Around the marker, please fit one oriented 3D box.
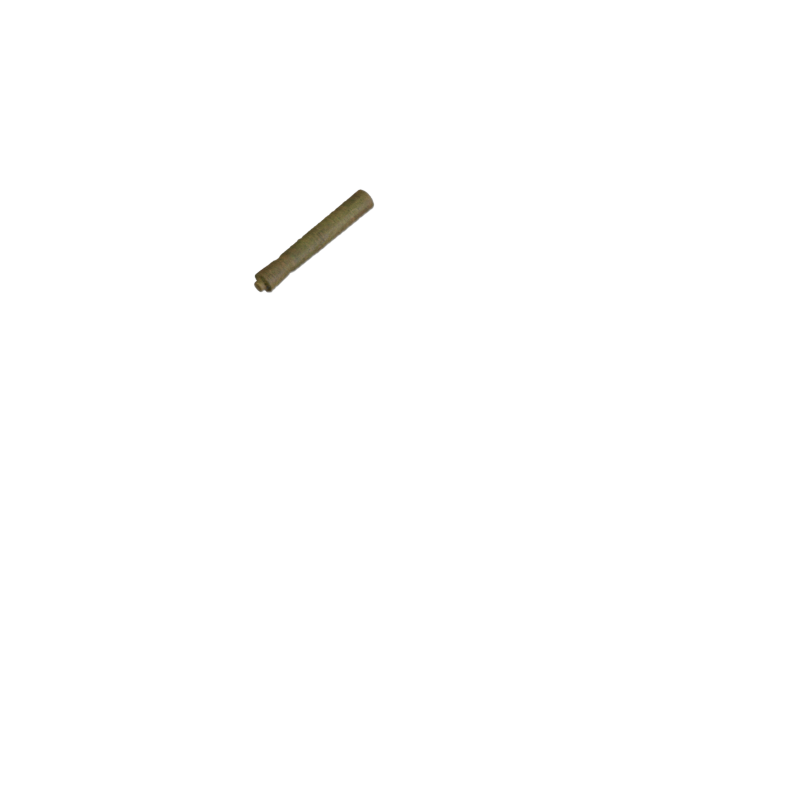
[{"bbox_3d":[-0.068,-0.124,0.871,0.122,0.019,0.020,-43,24,-24],"label":"marker"}]
